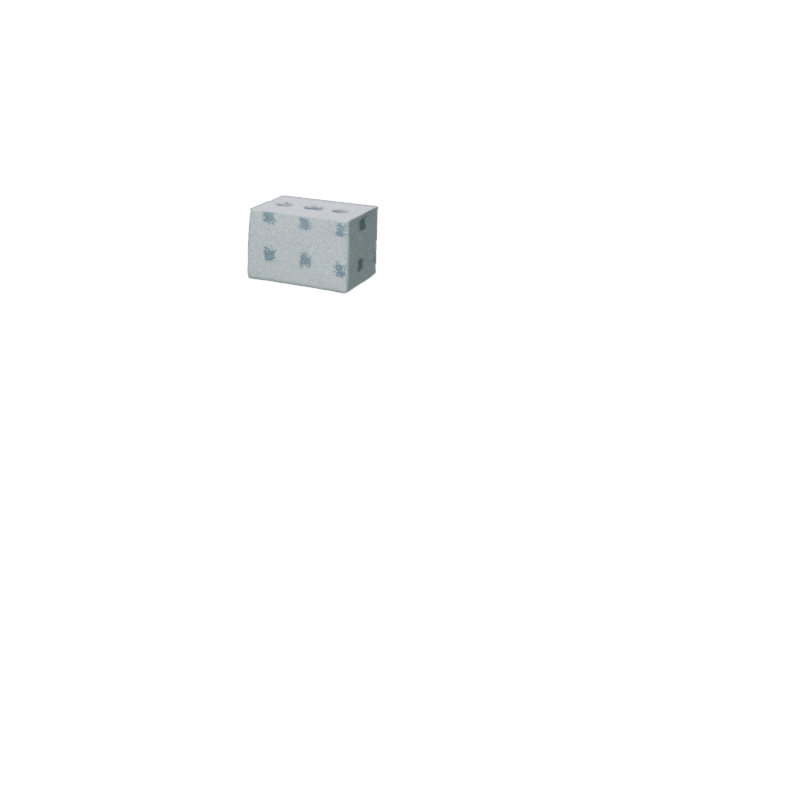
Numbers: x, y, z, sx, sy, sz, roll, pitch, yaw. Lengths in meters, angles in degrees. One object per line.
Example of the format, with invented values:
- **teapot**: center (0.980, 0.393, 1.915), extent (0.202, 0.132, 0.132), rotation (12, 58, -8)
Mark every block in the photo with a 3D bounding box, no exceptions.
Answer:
- **block**: center (-0.061, -0.110, 0.773), extent (0.081, 0.049, 0.053), rotation (10, 21, 23)
